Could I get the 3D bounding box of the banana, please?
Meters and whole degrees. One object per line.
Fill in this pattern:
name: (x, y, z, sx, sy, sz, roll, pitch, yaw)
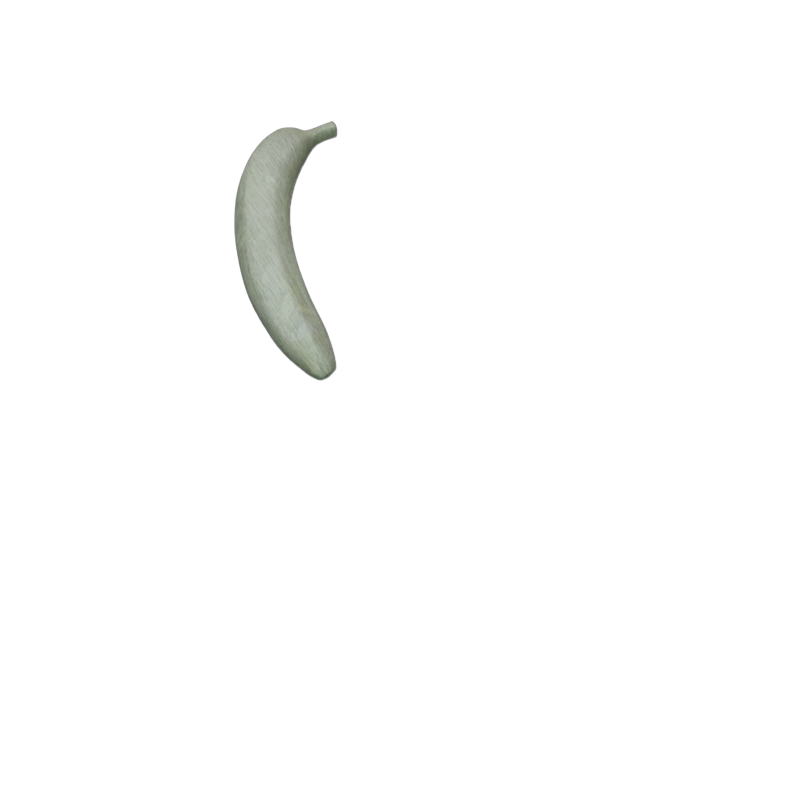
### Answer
banana: (-0.076, -0.109, 0.735, 0.069, 0.209, 0.035, 0, -26, -1)
